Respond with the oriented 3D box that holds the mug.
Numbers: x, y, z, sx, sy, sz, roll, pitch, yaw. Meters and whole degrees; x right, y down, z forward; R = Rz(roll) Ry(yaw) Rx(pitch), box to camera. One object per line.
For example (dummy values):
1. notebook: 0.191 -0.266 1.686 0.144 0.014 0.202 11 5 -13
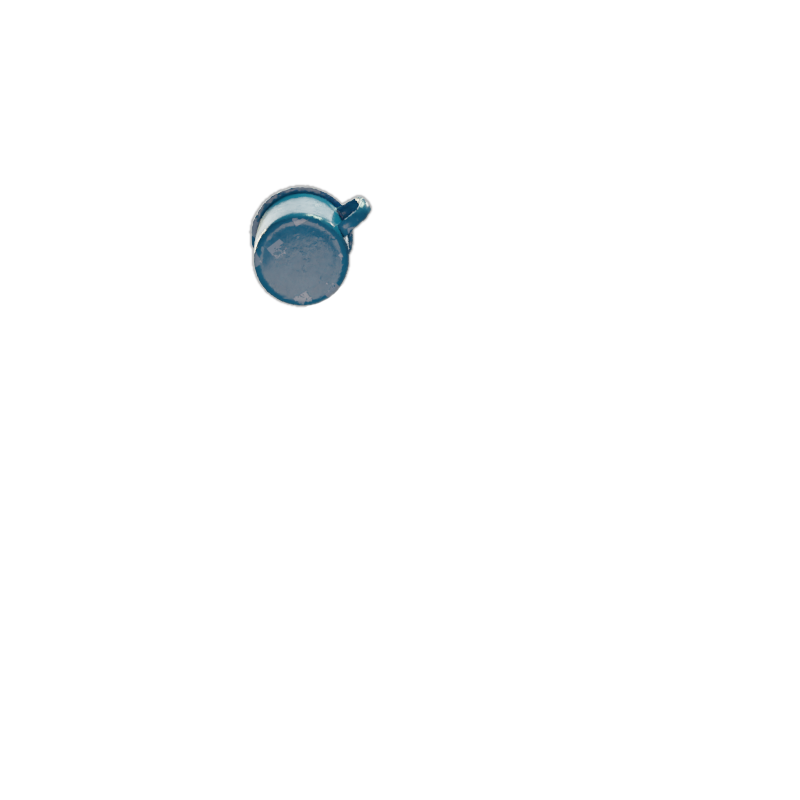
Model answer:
1. mug: -0.075 -0.137 0.961 0.117 0.089 0.085 -30 18 9
